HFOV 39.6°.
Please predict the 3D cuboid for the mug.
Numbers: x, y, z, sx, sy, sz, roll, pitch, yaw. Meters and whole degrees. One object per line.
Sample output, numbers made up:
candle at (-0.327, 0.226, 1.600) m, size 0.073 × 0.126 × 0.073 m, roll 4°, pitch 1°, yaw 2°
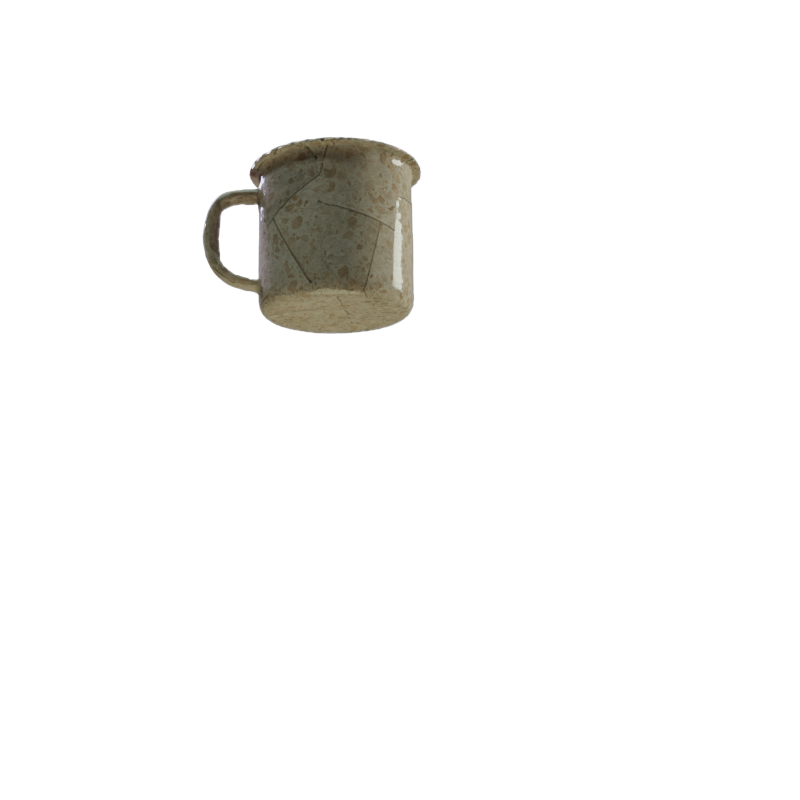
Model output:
mug at (-0.046, -0.084, 0.589) m, size 0.116 × 0.085 × 0.090 m, roll 2°, pitch -16°, yaw -8°
